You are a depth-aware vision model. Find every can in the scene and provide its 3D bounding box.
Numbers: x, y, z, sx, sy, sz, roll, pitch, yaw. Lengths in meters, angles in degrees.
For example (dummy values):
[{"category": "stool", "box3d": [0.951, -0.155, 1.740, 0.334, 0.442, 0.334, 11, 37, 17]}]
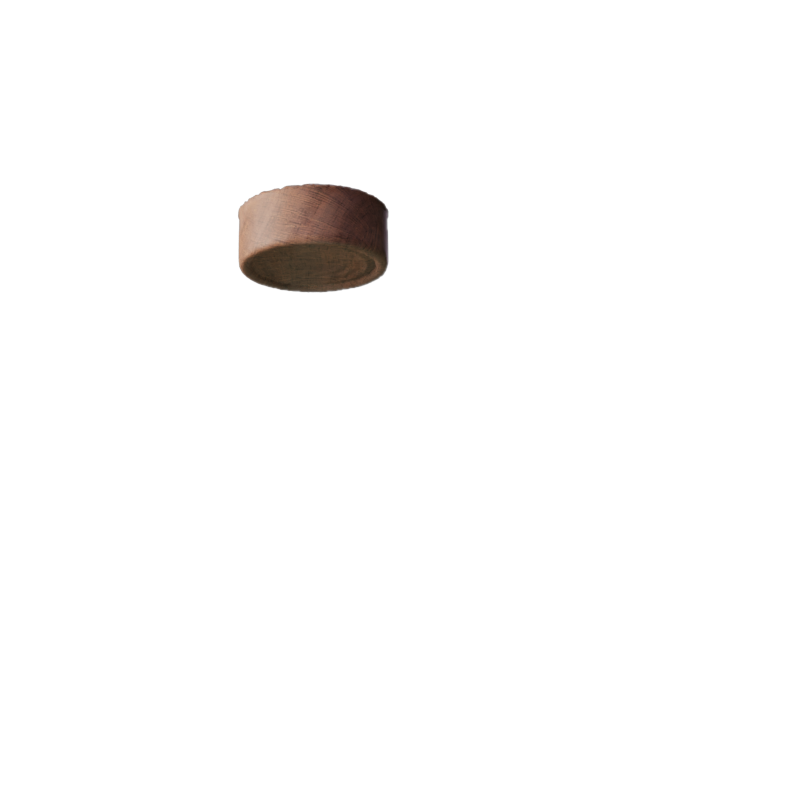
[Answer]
[{"category": "can", "box3d": [-0.049, -0.089, 0.625, 0.086, 0.035, 0.082, 0, -15, -2]}]
